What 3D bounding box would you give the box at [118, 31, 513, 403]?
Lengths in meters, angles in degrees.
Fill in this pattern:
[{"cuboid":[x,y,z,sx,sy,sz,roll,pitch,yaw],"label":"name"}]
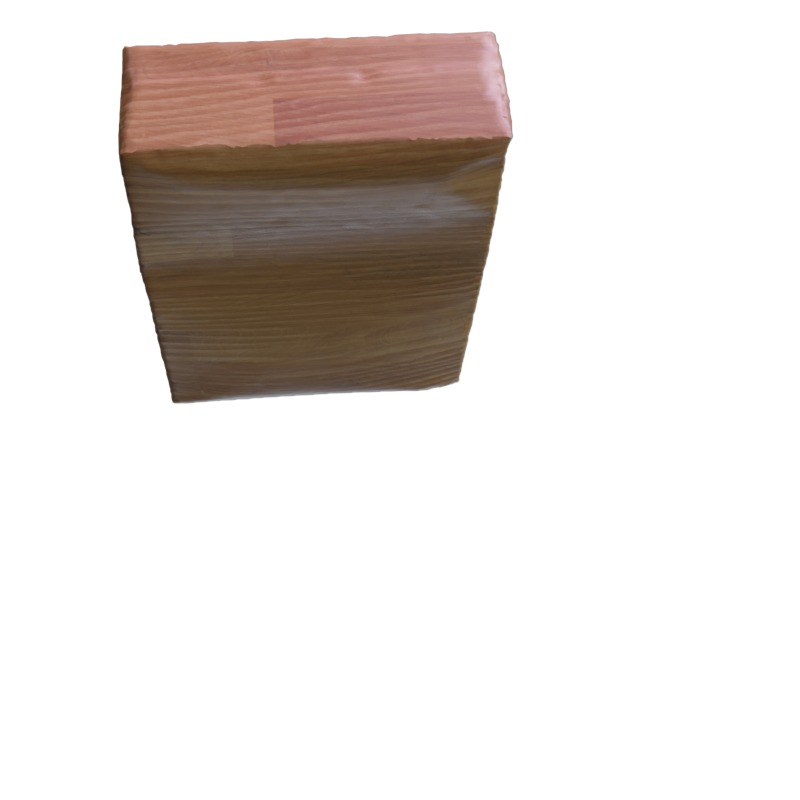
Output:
[{"cuboid":[-0.043,-0.078,0.545,0.163,0.077,0.201,-3,-30,-4],"label":"box"}]
